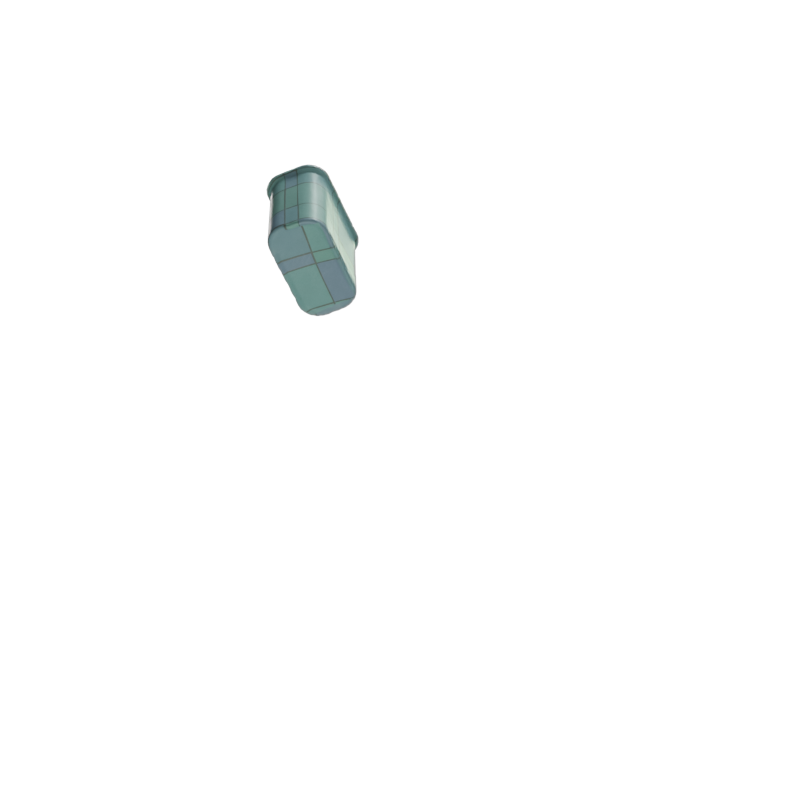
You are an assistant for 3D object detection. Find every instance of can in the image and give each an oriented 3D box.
[{"bbox_3d":[-0.074,-0.135,0.945,0.058,0.095,0.090,-19,36,12],"label":"can"}]
